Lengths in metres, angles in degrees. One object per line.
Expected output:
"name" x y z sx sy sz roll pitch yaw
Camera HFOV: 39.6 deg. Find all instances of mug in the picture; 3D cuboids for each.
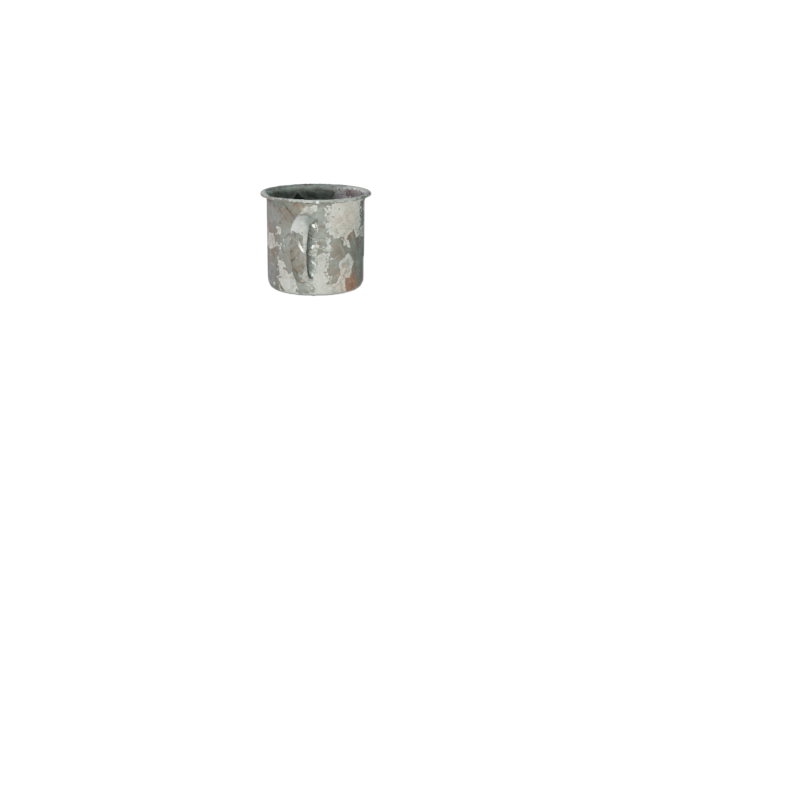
"mug" -0.072 -0.132 0.923 0.094 0.079 0.120 2 17 6
